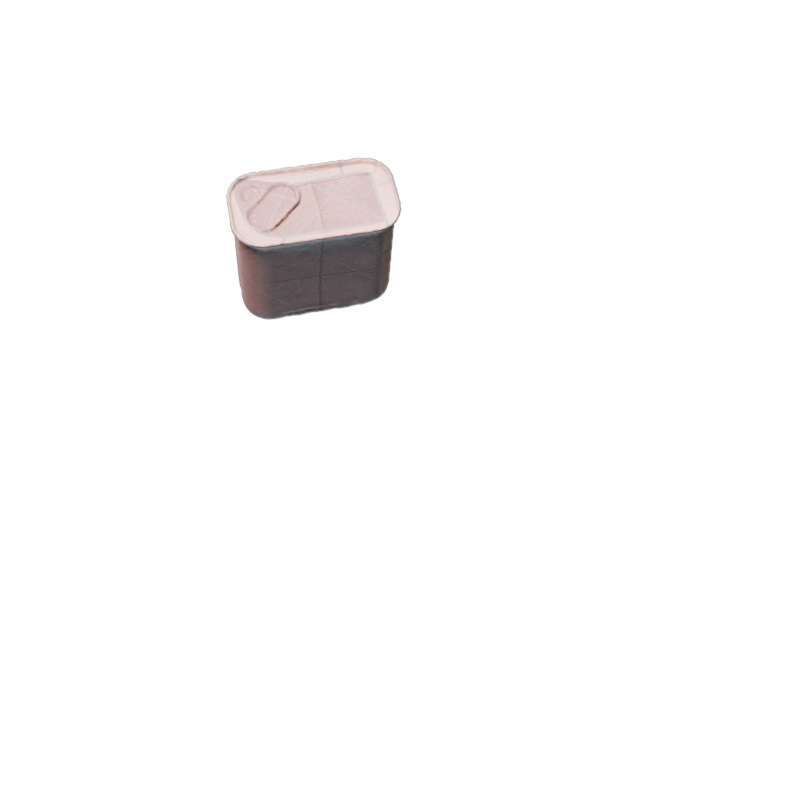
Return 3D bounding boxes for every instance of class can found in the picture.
[{"bbox_3d":[-0.054,-0.099,0.691,0.101,0.062,0.078,-9,-31,-7],"label":"can"}]
